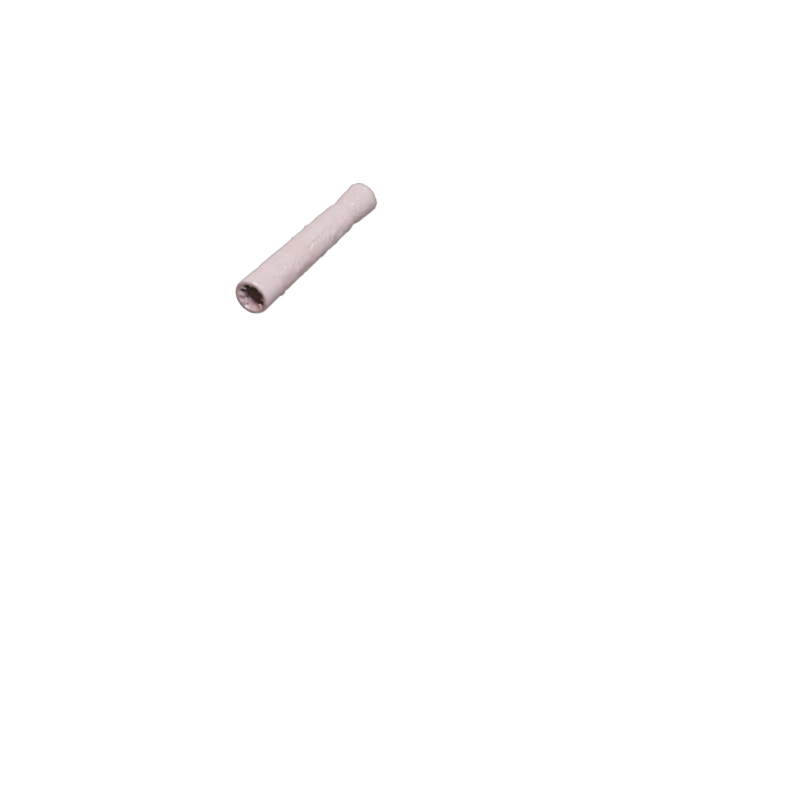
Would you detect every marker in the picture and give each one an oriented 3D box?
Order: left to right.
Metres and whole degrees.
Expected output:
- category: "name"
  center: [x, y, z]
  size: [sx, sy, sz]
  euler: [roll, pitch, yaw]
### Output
- category: "marker"
  center: [-0.046, -0.083, 0.583]
  size: [0.020, 0.019, 0.124]
  euler: [2, 33, 31]
